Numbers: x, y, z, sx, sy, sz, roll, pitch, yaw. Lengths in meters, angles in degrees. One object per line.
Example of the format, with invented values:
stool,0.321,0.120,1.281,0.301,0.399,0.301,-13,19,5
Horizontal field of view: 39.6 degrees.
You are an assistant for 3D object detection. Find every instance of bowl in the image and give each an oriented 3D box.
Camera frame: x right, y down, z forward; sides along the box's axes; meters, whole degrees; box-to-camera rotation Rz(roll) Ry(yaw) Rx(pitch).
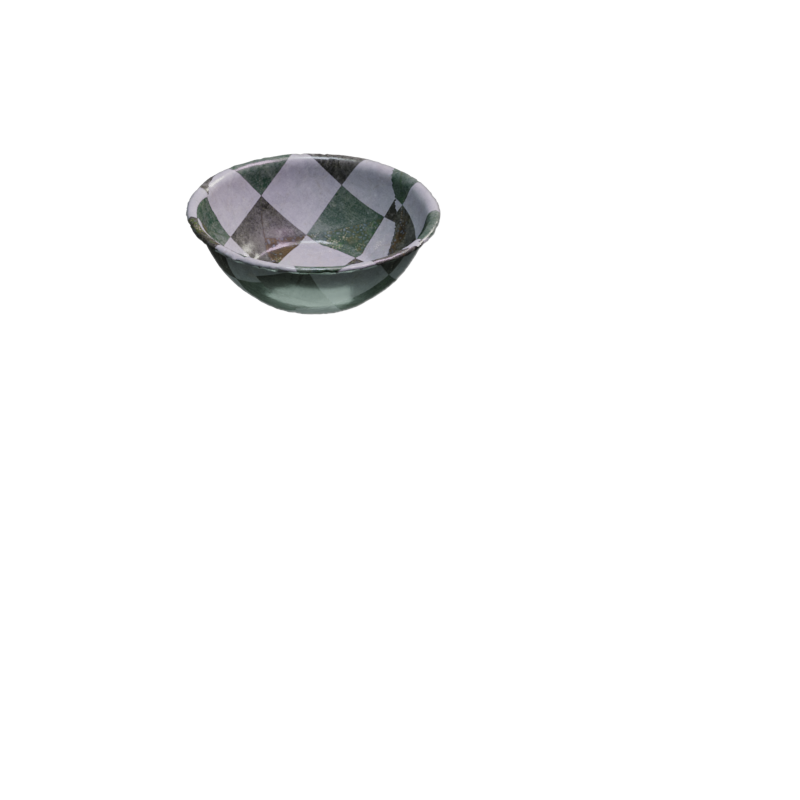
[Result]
bowl,-0.056,-0.103,0.720,0.162,0.052,0.173,-1,35,-2
